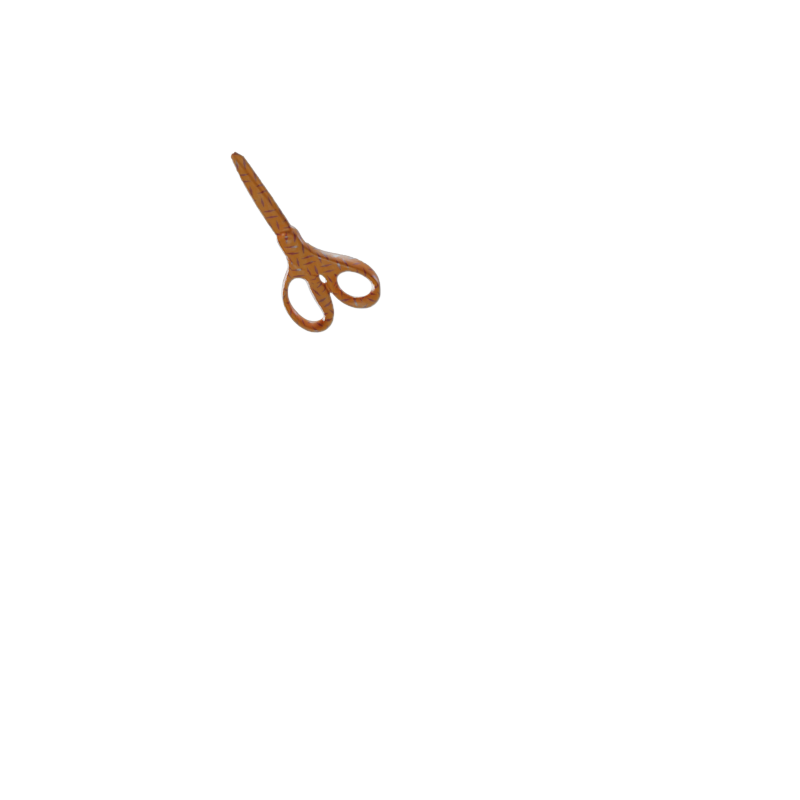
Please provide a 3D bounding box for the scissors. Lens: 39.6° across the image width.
[{"bbox_3d":[-0.073,-0.133,0.929,0.097,0.187,0.017,-6,44,6],"label":"scissors"}]
